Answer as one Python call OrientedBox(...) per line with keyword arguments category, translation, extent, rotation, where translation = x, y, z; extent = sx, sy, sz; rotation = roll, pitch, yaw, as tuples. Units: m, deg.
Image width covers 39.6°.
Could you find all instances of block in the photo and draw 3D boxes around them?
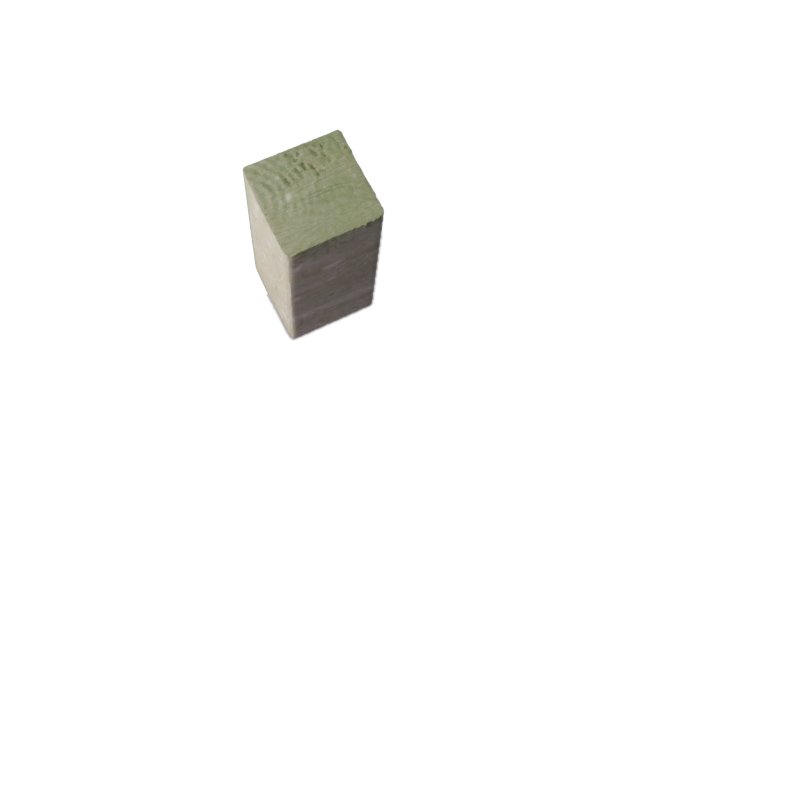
OrientedBox(category="block", translation=(-0.077, -0.140, 0.984), extent=(0.090, 0.095, 0.197), rotation=(-24, -15, -11))
